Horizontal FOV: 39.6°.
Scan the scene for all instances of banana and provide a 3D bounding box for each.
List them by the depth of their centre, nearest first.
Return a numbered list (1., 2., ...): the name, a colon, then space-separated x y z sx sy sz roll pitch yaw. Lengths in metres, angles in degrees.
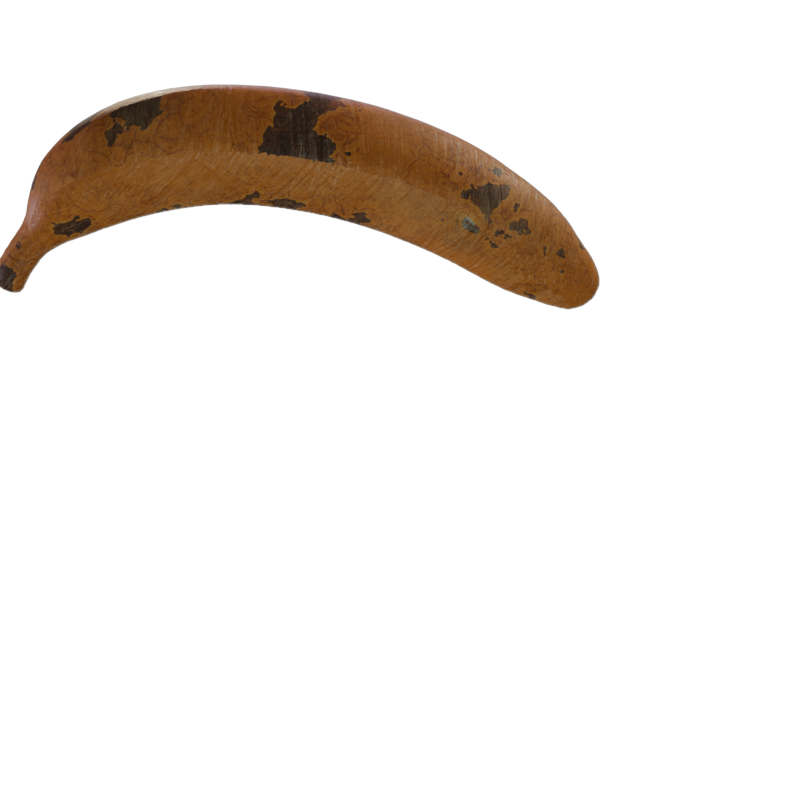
1. banana: -0.030 -0.066 0.354 0.197 0.065 0.039 3 37 -2
